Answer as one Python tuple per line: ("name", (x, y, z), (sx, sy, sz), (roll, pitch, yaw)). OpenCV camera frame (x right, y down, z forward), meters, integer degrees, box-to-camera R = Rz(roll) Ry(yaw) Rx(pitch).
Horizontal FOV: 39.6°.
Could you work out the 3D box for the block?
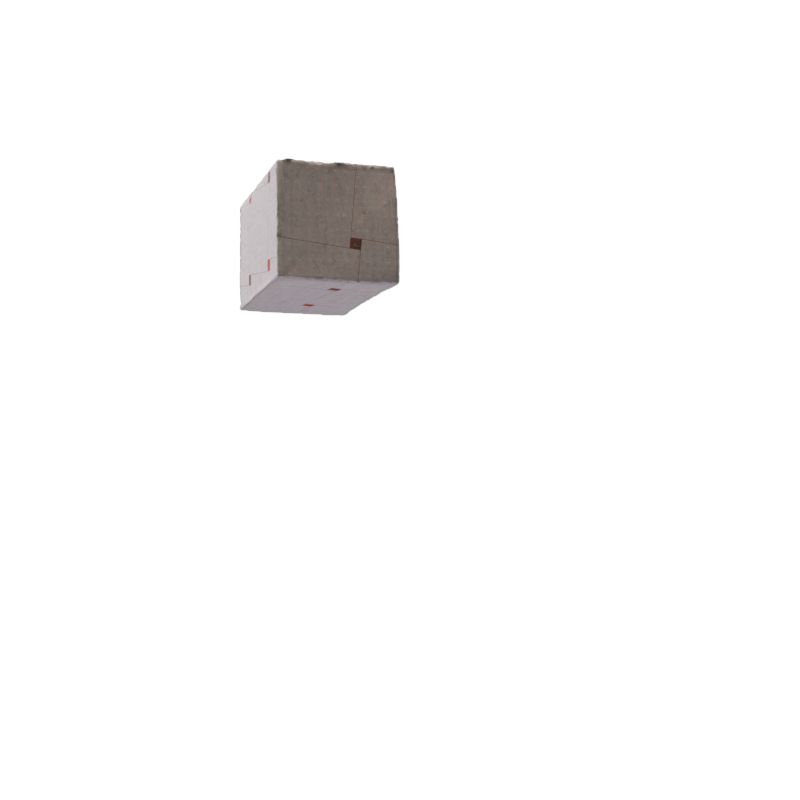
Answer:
("block", (-0.038, -0.069, 0.485), (0.051, 0.053, 0.078), (3, -9, -19))
